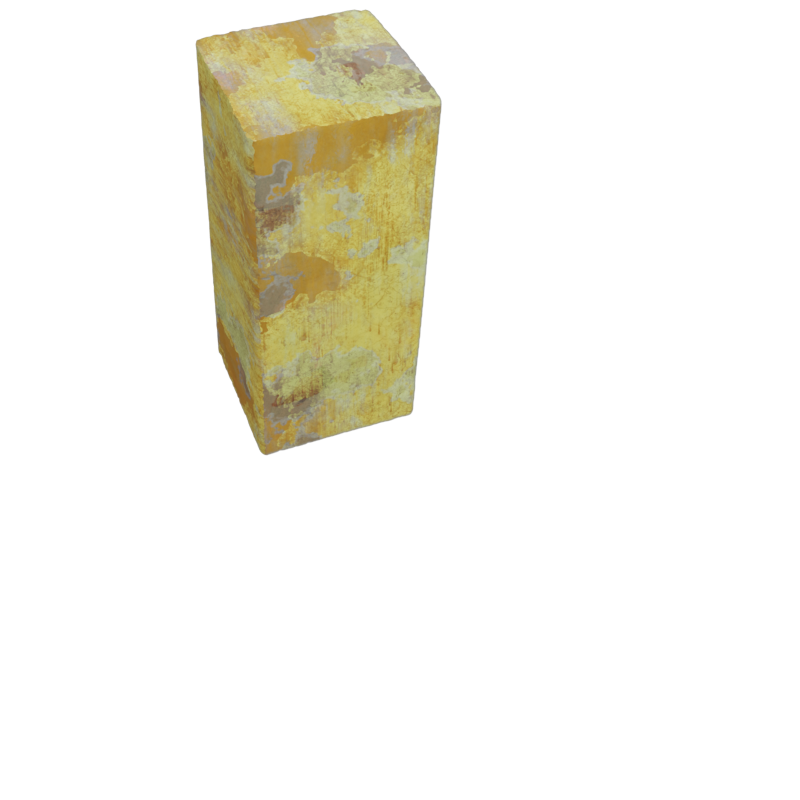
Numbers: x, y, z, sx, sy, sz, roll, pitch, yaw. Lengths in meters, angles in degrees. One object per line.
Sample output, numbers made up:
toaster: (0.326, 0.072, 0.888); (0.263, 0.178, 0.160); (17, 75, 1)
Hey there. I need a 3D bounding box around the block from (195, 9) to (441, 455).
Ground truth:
block: (-0.044, -0.081, 0.565); (0.090, 0.192, 0.098); (-14, 48, -17)
